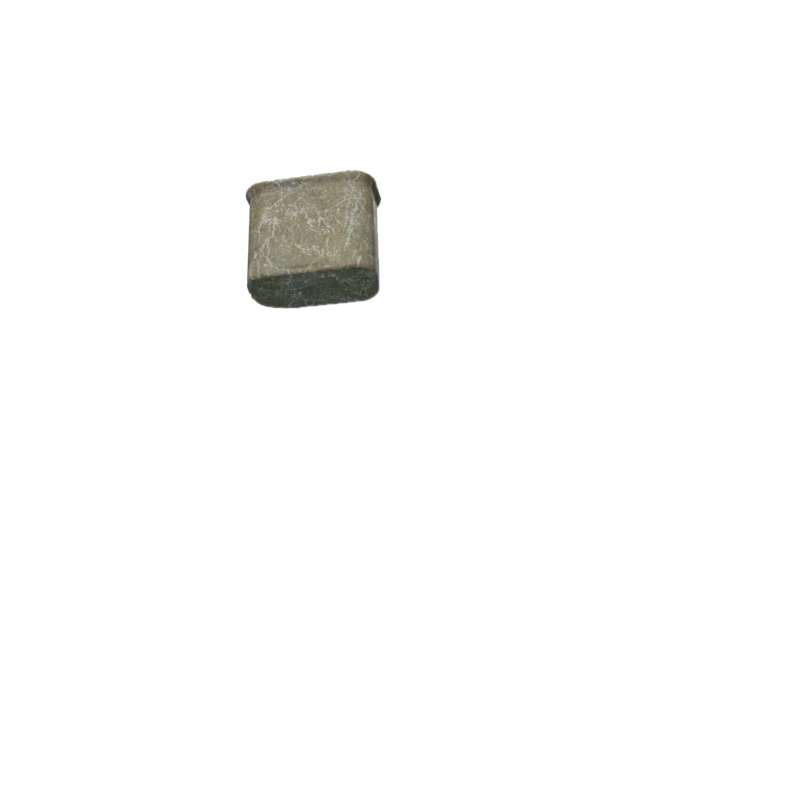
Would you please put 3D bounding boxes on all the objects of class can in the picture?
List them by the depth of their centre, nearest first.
[{"bbox_3d":[-0.065,-0.119,0.833,0.103,0.089,0.053,-6,-30,9],"label":"can"}]
